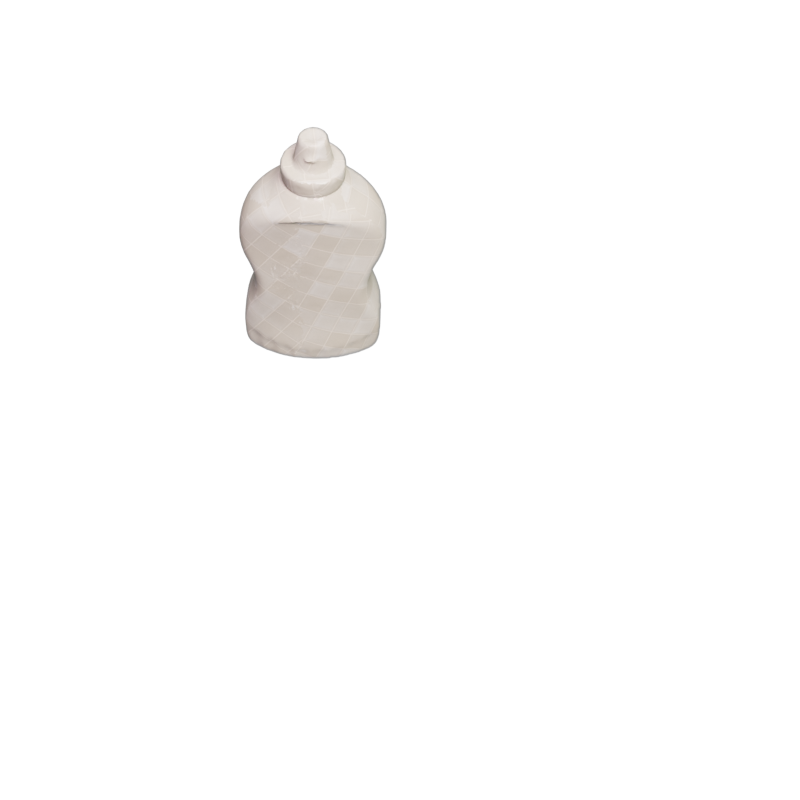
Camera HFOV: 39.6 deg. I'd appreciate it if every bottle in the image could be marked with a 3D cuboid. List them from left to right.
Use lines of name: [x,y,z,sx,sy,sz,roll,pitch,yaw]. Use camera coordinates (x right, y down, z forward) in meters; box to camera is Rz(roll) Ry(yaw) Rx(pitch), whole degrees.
bottle: [-0.058,-0.105,0.736,0.096,0.062,0.179,5,-38,0]
